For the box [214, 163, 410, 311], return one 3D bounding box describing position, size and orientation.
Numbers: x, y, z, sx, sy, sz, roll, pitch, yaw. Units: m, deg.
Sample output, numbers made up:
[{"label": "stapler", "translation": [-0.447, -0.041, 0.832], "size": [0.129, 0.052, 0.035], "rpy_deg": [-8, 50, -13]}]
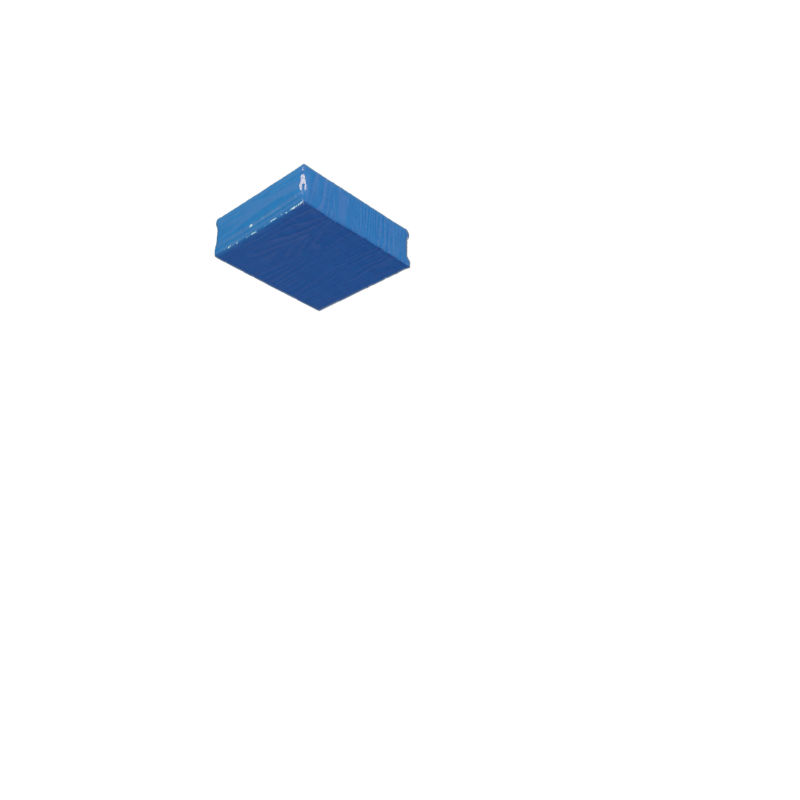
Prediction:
[{"label": "box", "translation": [-0.050, -0.091, 0.635], "size": [0.073, 0.032, 0.084], "rpy_deg": [-25, -38, 37]}]
